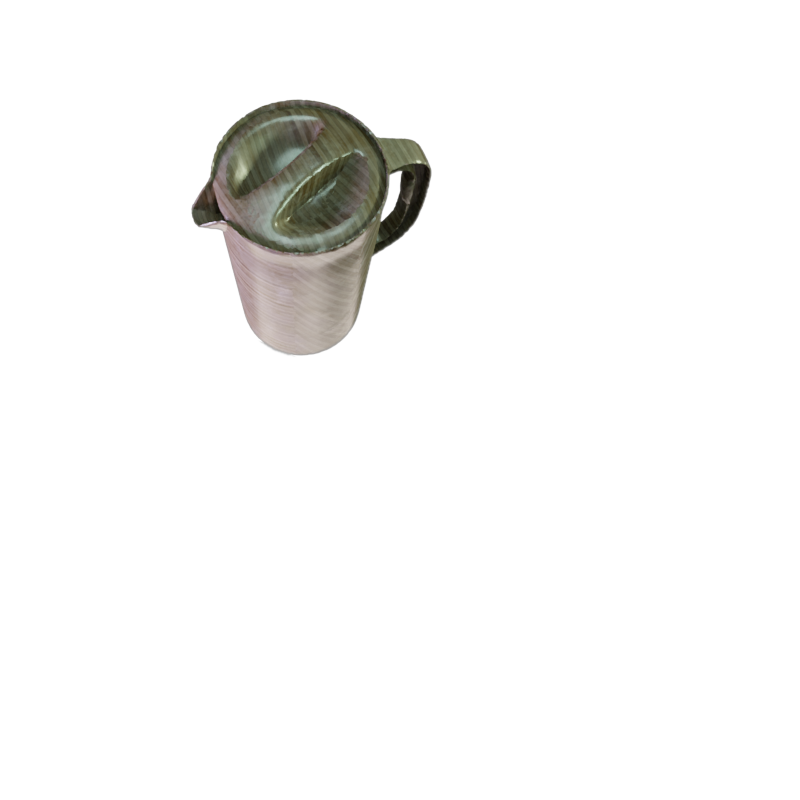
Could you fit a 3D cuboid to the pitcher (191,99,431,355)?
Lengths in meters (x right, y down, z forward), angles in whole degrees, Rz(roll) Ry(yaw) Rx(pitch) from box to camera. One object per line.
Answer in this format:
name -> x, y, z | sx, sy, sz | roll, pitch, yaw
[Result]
pitcher -> -0.072, -0.131, 0.919 | 0.152, 0.150, 0.231 | 23, -21, 6
